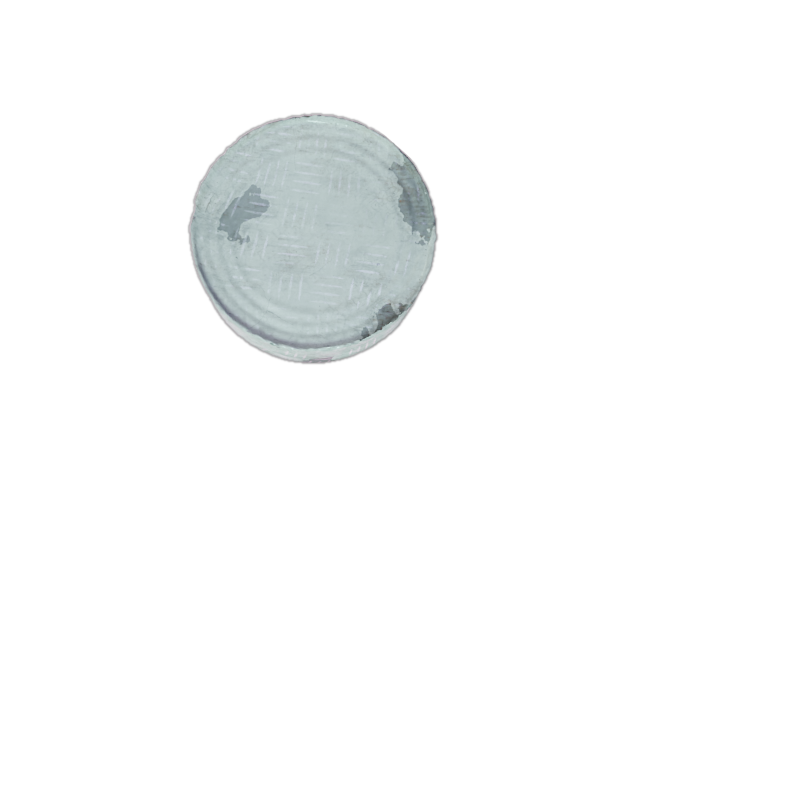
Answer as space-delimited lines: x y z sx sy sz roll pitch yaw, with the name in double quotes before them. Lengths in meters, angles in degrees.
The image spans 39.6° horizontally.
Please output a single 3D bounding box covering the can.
"can" -0.031 -0.057 0.400 0.086 0.089 0.032 0 -14 -1
